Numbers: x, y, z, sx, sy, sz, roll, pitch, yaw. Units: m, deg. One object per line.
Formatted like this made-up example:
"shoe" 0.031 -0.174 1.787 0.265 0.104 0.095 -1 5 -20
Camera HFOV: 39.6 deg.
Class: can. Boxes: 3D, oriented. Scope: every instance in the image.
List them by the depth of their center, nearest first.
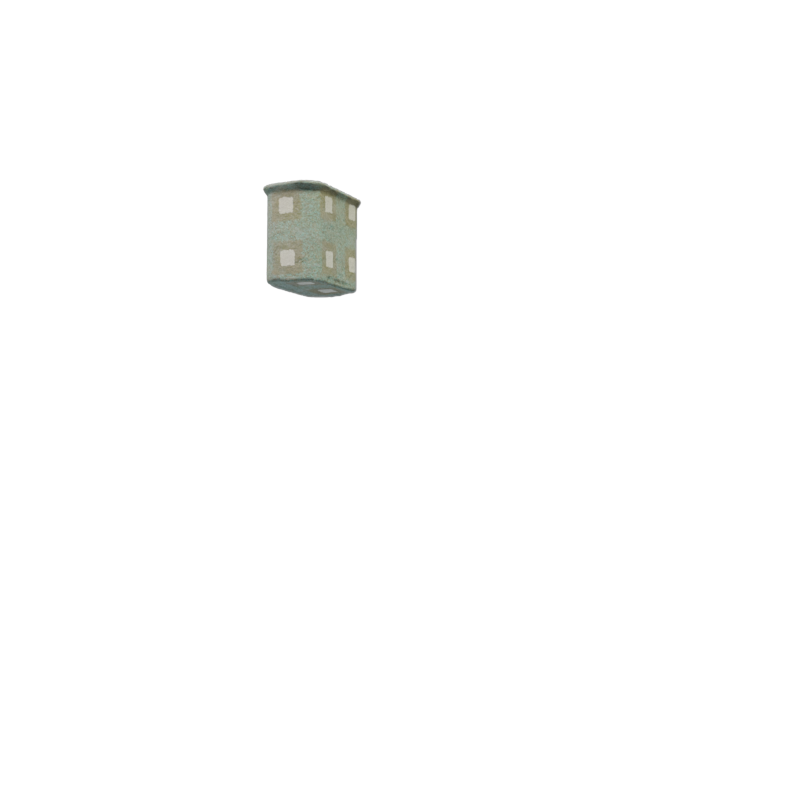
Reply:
"can" -0.074 -0.136 0.951 0.059 0.086 0.097 -4 -7 24
